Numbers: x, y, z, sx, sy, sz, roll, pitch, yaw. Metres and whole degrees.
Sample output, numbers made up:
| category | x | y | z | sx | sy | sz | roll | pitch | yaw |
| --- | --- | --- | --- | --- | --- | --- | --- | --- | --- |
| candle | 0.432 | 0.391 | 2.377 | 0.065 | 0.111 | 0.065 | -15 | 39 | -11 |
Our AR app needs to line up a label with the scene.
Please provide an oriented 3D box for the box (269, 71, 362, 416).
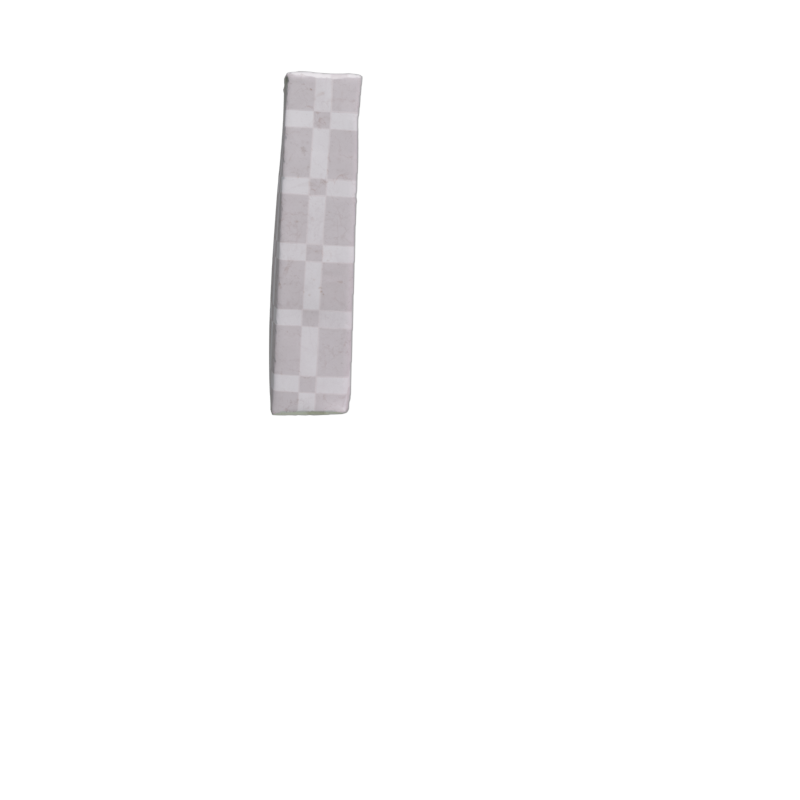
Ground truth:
| category | x | y | z | sx | sy | sz | roll | pitch | yaw |
| --- | --- | --- | --- | --- | --- | --- | --- | --- | --- |
| box | -0.048 | -0.086 | 0.605 | 0.048 | 0.175 | 0.095 | 0 | 4 | -6 |
